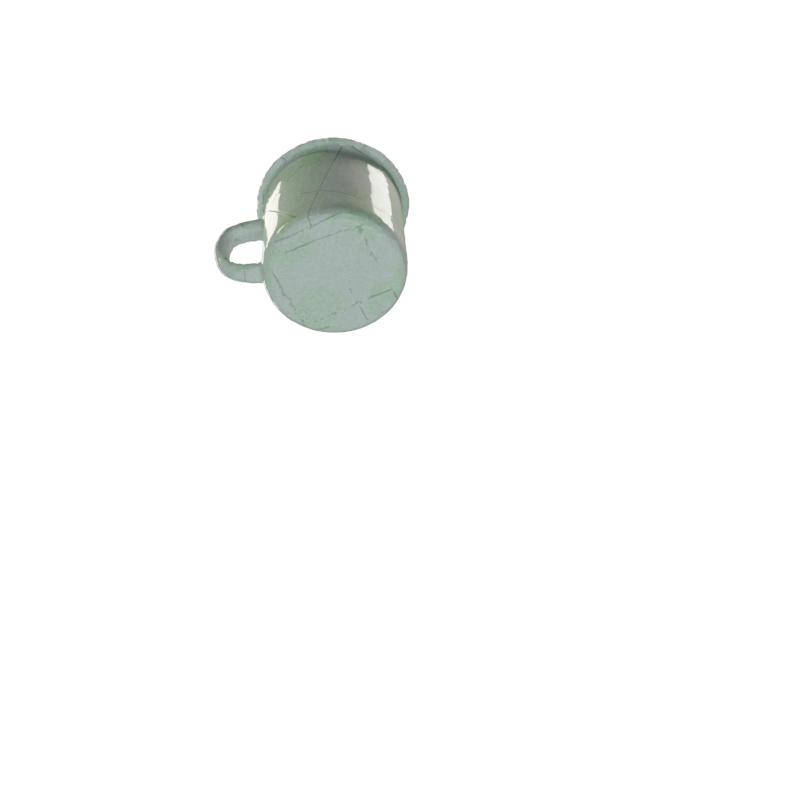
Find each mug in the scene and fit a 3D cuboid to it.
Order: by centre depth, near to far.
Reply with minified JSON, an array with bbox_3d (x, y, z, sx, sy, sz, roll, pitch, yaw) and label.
[{"bbox_3d":[-0.050,-0.092,0.644,0.117,0.087,0.087,-6,34,2],"label":"mug"}]
